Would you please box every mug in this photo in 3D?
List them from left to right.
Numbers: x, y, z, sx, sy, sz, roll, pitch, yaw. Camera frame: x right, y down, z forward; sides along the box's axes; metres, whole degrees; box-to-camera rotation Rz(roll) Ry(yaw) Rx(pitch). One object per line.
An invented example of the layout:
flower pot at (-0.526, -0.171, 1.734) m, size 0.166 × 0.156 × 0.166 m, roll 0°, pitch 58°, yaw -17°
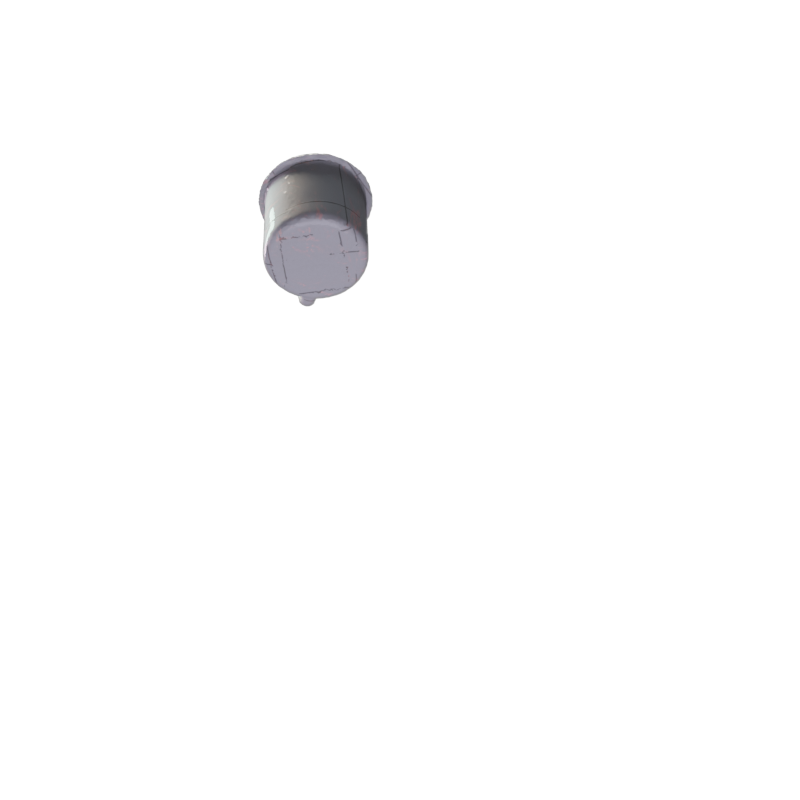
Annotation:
mug at (-0.069, -0.126, 0.883) m, size 0.092 × 0.110 × 0.087 m, roll 8°, pitch 40°, yaw -9°
